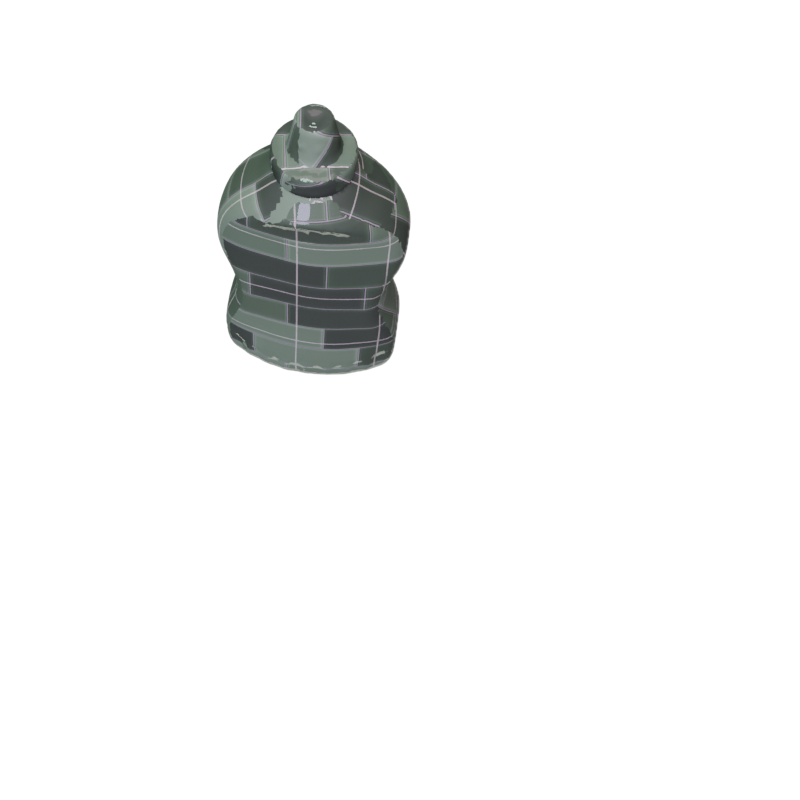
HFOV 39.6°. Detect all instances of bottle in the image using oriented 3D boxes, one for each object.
[{"bbox_3d":[-0.044,-0.081,0.567,0.097,0.062,0.180,10,-29,2],"label":"bottle"}]
